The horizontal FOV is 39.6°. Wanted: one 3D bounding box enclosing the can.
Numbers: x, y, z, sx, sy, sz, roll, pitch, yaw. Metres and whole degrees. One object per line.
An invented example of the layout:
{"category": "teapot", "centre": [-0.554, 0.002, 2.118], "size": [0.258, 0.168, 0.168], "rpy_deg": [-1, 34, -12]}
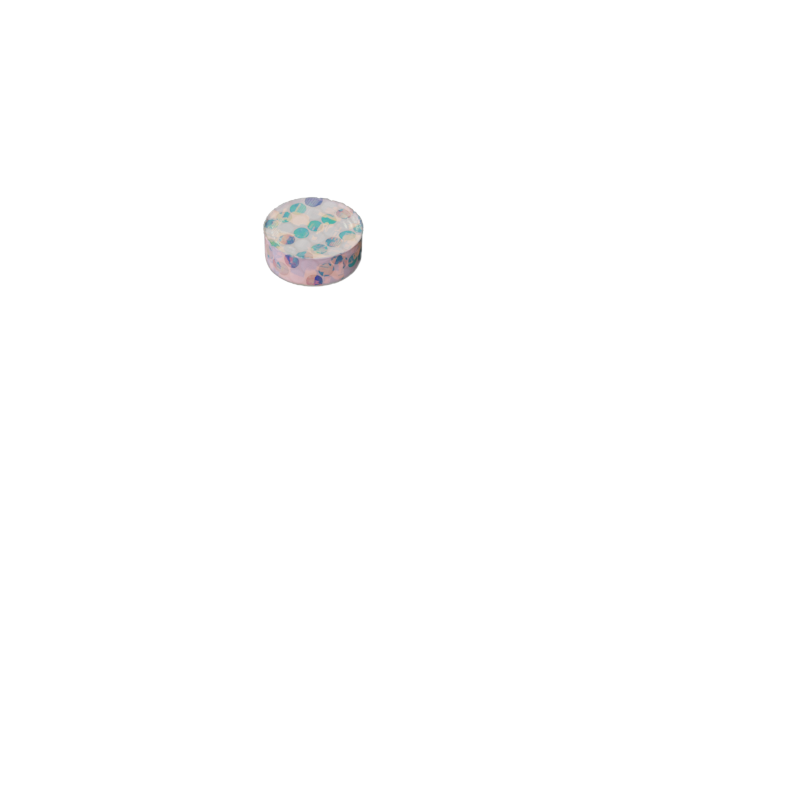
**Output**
{"category": "can", "centre": [-0.075, -0.136, 0.955], "size": [0.086, 0.031, 0.092], "rpy_deg": [-1, 43, -2]}
